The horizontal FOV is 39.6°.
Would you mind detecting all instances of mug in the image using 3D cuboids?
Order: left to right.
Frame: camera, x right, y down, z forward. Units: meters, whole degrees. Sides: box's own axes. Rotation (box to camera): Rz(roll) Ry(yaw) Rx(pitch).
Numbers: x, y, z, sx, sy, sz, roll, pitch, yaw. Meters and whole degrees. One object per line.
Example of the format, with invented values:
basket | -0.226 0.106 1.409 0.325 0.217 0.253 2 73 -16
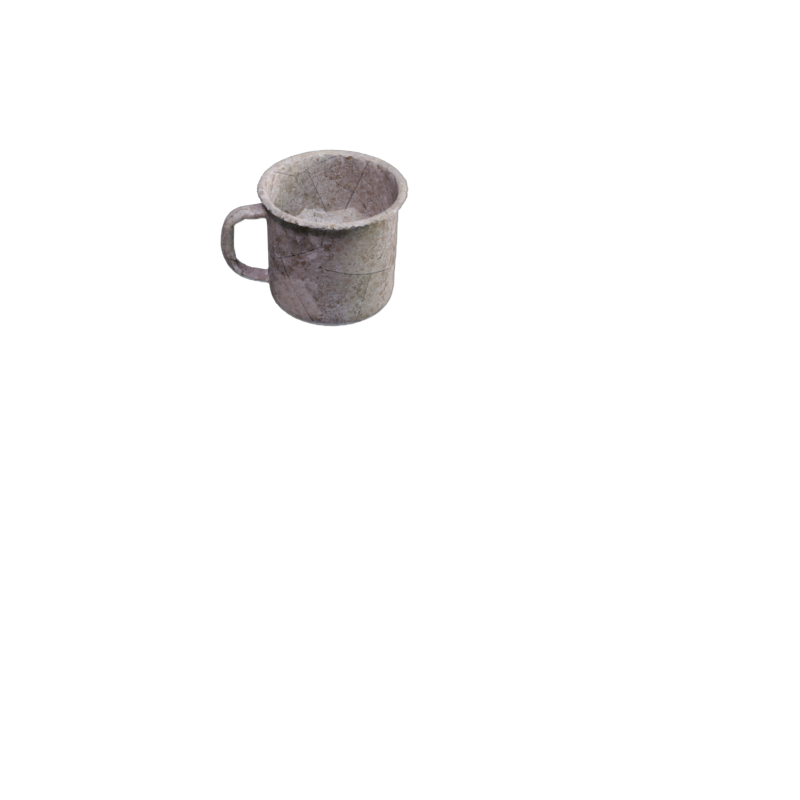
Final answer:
mug | -0.055 -0.100 0.702 0.116 0.076 0.100 -5 39 -8
